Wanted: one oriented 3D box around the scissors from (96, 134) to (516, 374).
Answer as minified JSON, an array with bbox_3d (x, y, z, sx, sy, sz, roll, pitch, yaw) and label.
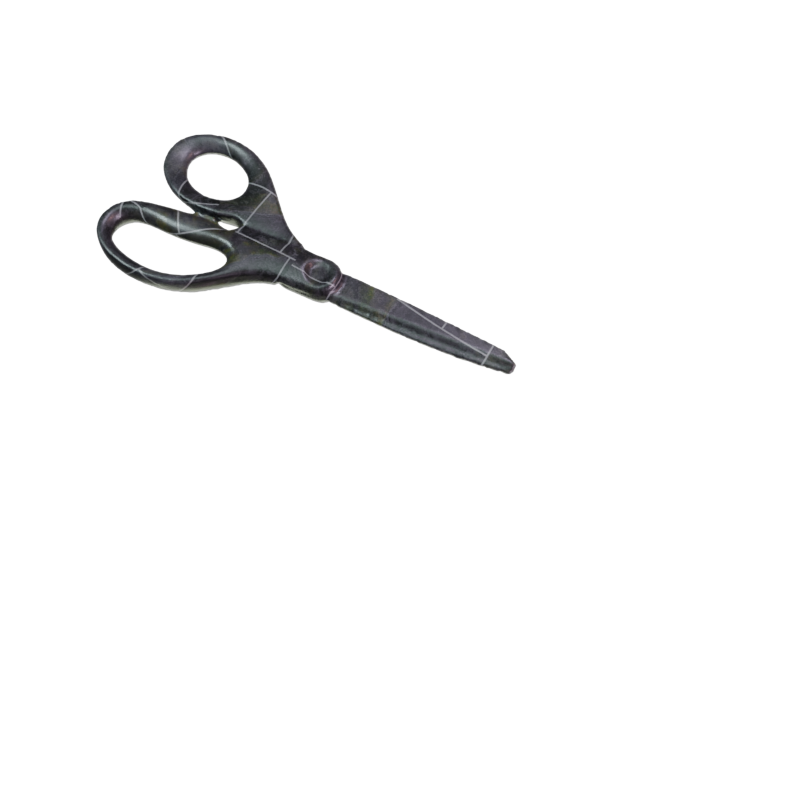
[{"bbox_3d":[-0.041,-0.075,0.522,0.204,0.101,0.015,11,-30,6],"label":"scissors"}]
